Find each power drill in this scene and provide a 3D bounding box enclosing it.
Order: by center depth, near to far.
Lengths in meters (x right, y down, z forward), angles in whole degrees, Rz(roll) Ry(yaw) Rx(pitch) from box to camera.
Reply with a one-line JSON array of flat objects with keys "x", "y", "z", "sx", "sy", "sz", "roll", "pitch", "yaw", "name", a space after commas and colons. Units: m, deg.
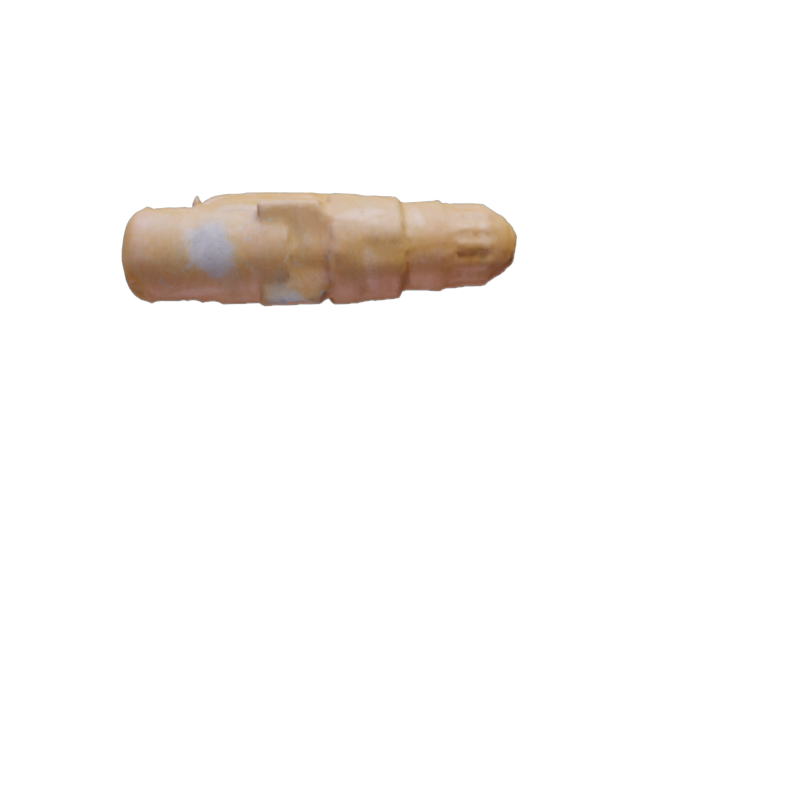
[{"x": -0.046, "y": -0.084, "z": 0.589, "sx": 0.183, "sy": 0.057, "sz": 0.191, "roll": -1, "pitch": 8, "yaw": -5, "name": "power drill"}]
